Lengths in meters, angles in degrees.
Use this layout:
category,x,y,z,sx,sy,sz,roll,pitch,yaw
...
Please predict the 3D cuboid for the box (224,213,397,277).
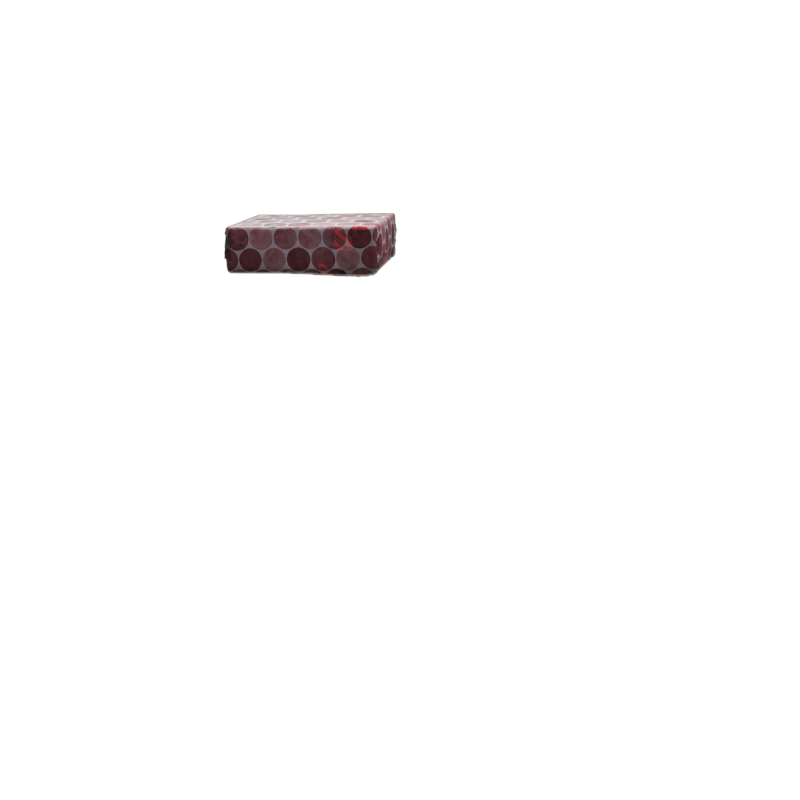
category,x,y,z,sx,sy,sz,roll,pitch,yaw
box,-0.064,-0.117,0.823,0.115,0.038,0.091,3,15,10
